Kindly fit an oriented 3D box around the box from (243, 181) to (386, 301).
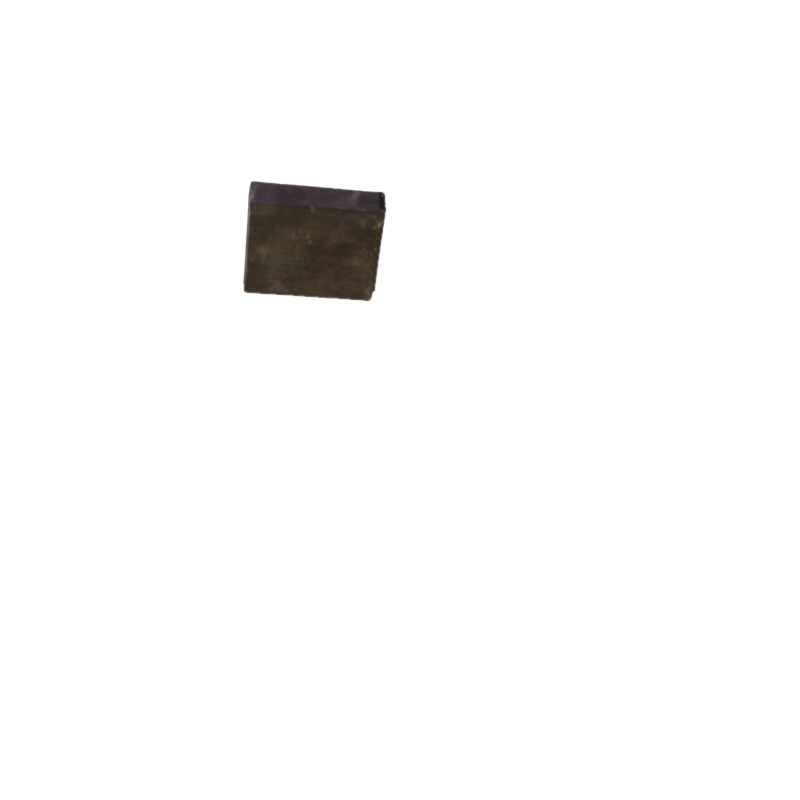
[{"bbox_3d":[-0.057,-0.104,0.731,0.089,0.069,0.032,4,39,-4],"label":"box"}]
